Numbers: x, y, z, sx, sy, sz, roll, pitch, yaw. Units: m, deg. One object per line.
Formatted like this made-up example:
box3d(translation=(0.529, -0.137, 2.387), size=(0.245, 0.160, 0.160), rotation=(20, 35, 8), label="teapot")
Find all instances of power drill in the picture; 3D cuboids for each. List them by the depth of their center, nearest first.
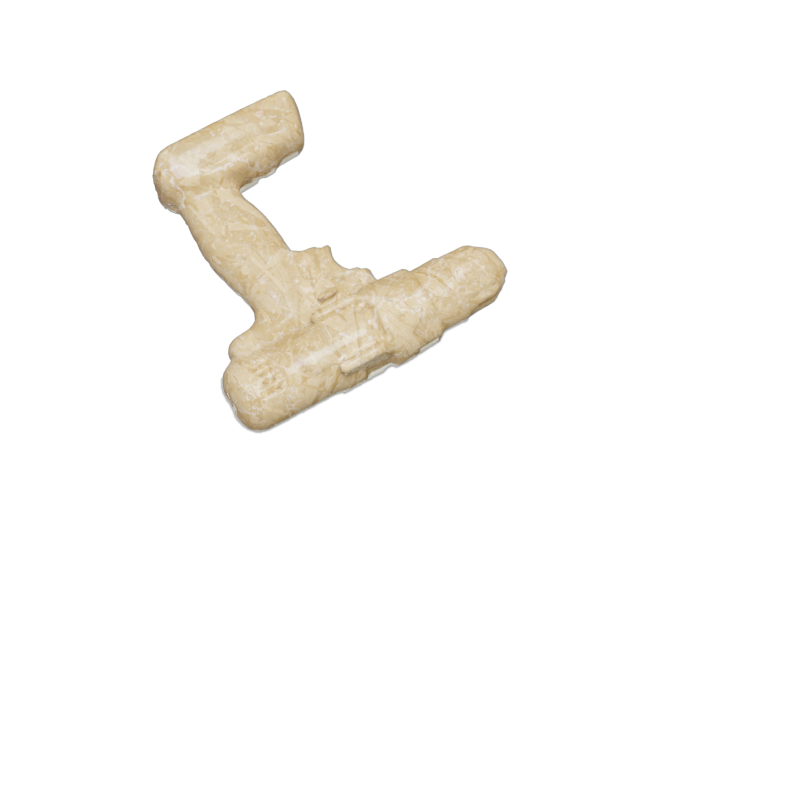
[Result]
box3d(translation=(-0.053, -0.097, 0.680), size=(0.184, 0.198, 0.054), rotation=(-28, -21, -12), label="power drill")
